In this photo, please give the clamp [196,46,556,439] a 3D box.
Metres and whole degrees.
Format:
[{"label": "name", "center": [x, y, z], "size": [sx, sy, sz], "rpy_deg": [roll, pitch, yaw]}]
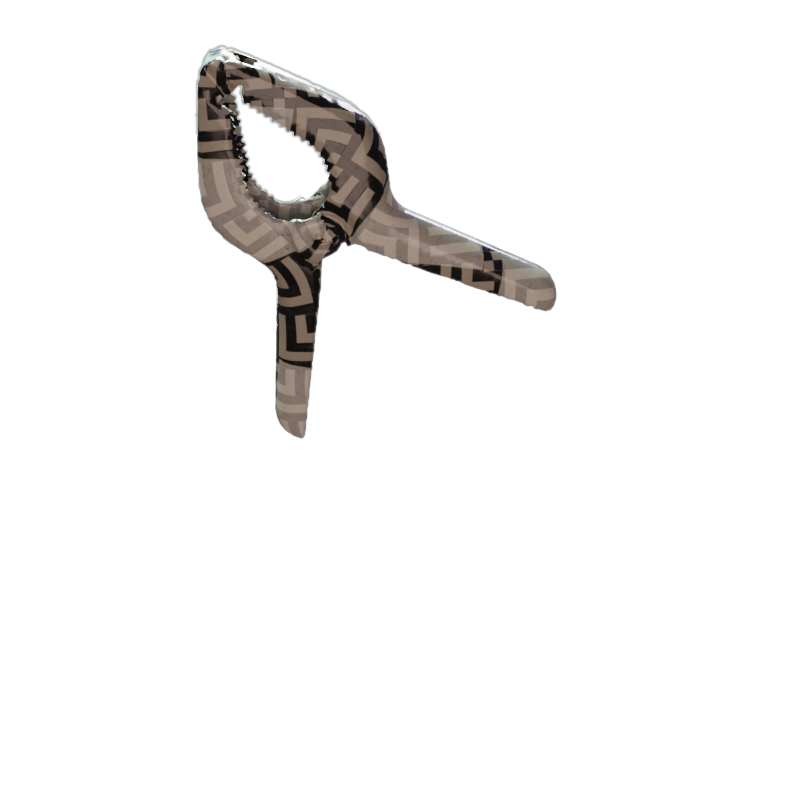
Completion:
[{"label": "clamp", "center": [-0.044, -0.080, 0.560], "size": [0.164, 0.200, 0.038], "rpy_deg": [-36, 21, 16]}]
